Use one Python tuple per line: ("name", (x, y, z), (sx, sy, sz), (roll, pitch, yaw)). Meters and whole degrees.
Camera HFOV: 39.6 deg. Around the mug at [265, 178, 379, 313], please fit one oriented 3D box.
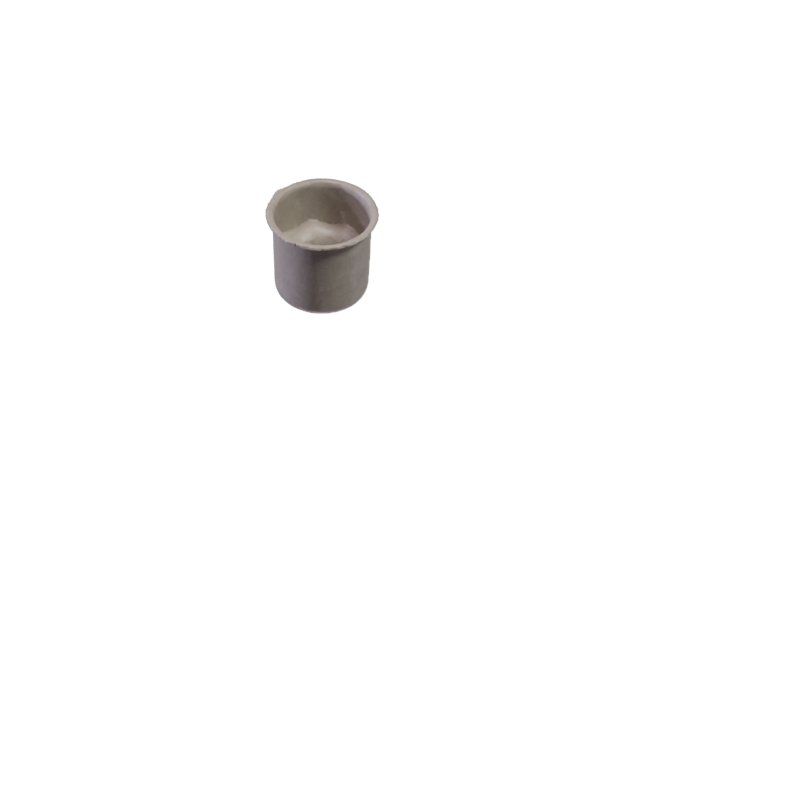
("mug", (-0.074, -0.135, 0.943), (0.093, 0.076, 0.126), (-28, 52, -27))
